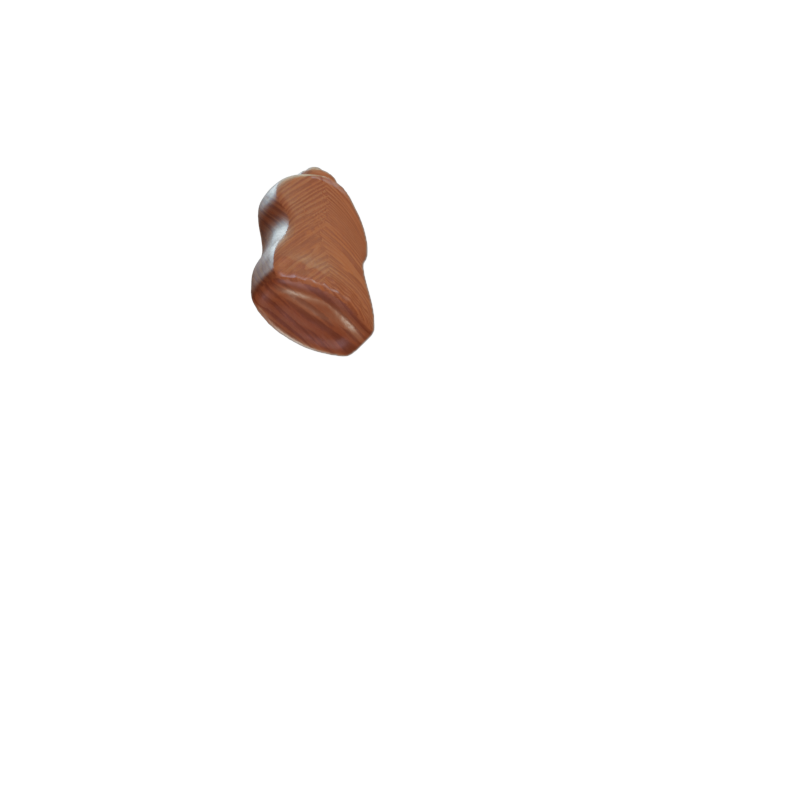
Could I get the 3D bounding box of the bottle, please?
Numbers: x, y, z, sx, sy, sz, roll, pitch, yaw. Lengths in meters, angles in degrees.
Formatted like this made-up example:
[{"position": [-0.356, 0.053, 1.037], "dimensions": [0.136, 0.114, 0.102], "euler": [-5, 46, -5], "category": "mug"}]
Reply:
[{"position": [-0.068, -0.126, 0.878], "dimensions": [0.091, 0.206, 0.057], "euler": [28, -56, -25], "category": "bottle"}]
